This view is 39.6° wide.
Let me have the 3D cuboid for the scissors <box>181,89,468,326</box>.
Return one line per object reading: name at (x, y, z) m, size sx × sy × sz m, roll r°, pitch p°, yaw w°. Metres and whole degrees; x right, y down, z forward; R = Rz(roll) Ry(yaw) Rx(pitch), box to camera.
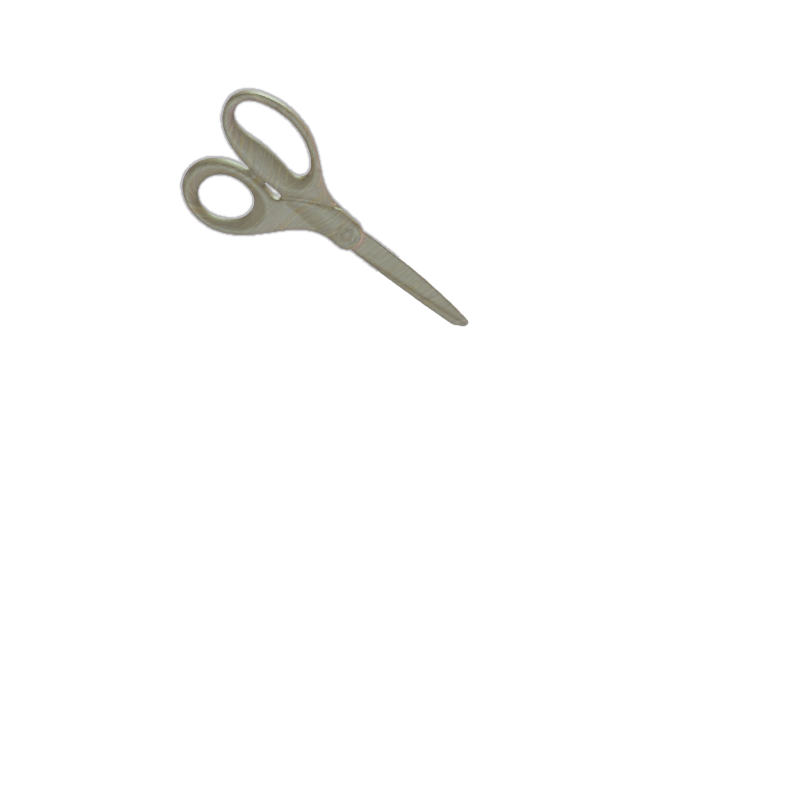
scissors at (-0.053, -0.097, 0.679) m, size 0.096 × 0.194 × 0.016 m, roll -35°, pitch 14°, yaw 10°
